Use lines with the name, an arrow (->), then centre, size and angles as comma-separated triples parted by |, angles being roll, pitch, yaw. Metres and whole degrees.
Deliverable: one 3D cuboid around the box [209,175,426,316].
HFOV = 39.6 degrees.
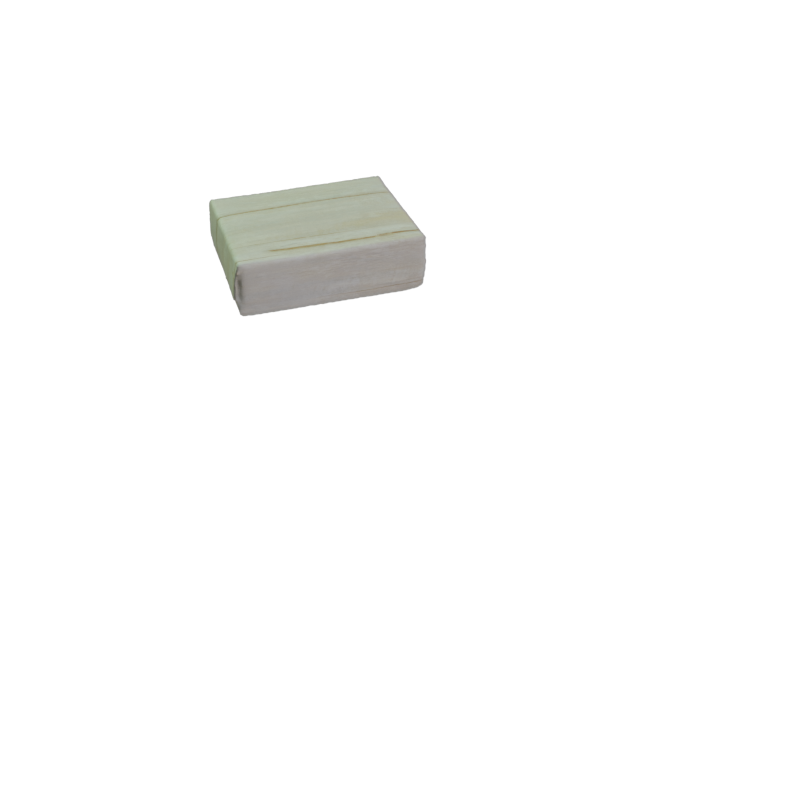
box -> -0.052, -0.094, 0.661 | 0.112, 0.036, 0.097 | -9, 35, -14
